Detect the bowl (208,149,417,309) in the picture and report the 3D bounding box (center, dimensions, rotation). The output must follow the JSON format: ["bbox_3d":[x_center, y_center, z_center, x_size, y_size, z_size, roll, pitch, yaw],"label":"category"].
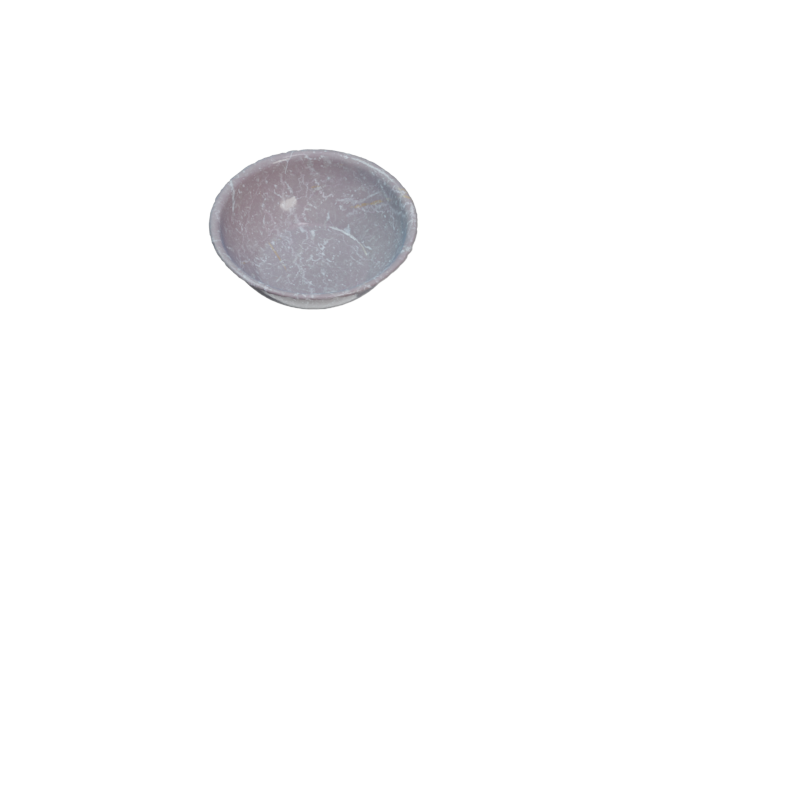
[{"bbox_3d":[-0.069,-0.125,0.877,0.162,0.174,0.051,-1,-39,-1],"label":"bowl"}]
